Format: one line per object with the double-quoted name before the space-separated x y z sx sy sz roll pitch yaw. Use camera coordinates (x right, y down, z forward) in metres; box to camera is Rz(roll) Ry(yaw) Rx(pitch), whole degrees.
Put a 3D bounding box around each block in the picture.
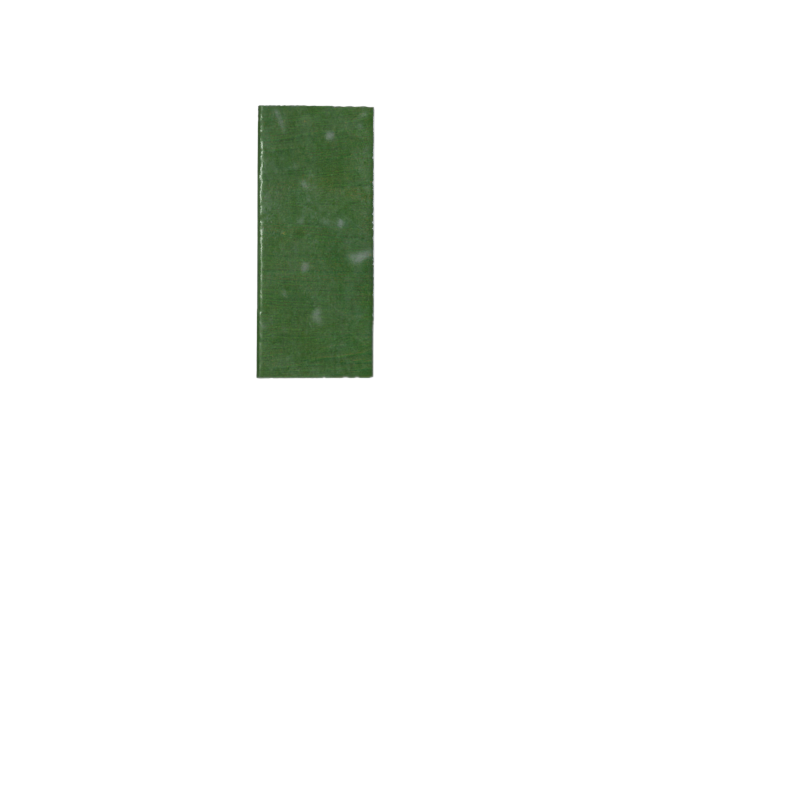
"block" -0.069 -0.125 0.879 0.090 0.206 0.091 0 1 -5
